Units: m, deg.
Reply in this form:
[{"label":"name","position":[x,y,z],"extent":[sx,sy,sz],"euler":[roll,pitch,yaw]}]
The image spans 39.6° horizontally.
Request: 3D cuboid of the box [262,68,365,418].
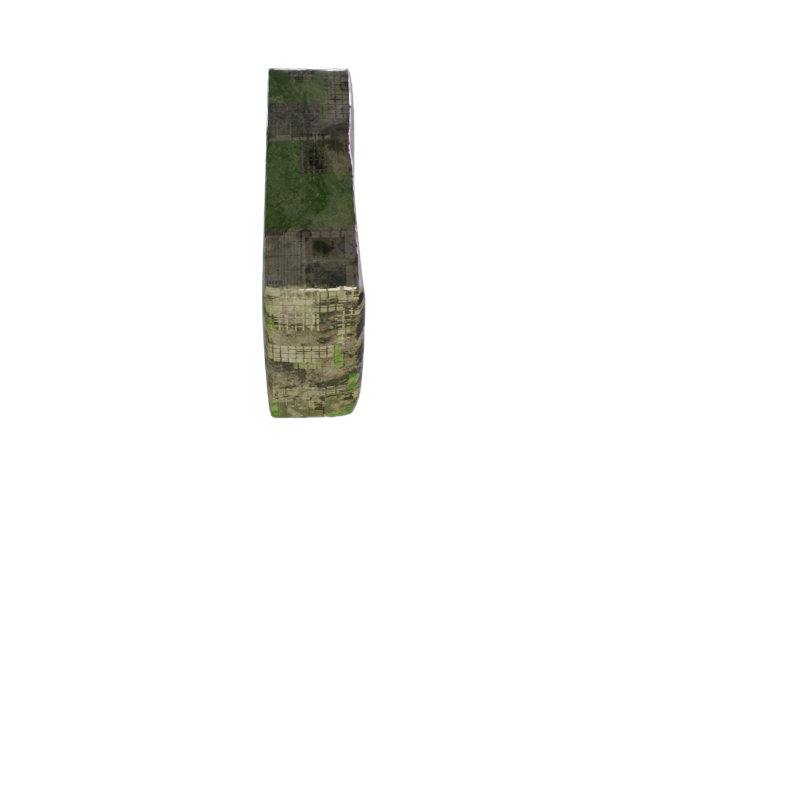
[{"label":"box","position":[-0.065,-0.119,0.833],"extent":[0.072,0.229,0.153],"euler":[0,-36,-4]}]
